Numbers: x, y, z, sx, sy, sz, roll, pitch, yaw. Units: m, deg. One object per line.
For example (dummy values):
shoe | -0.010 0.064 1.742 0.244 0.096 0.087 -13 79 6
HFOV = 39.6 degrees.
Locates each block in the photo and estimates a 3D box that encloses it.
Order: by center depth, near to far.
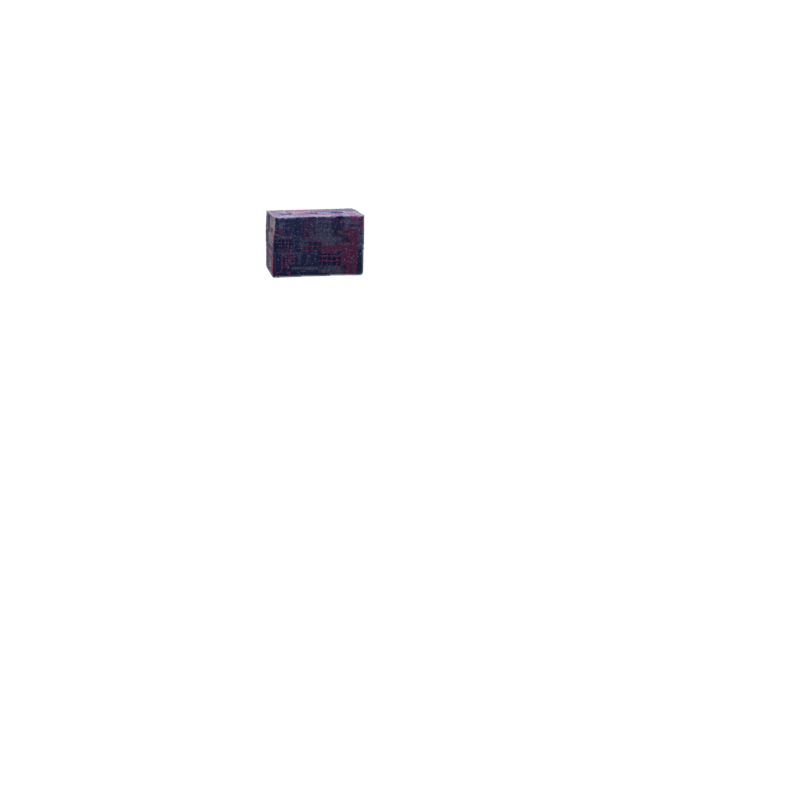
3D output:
block | -0.074 -0.134 0.942 0.077 0.050 0.055 -3 14 -12
